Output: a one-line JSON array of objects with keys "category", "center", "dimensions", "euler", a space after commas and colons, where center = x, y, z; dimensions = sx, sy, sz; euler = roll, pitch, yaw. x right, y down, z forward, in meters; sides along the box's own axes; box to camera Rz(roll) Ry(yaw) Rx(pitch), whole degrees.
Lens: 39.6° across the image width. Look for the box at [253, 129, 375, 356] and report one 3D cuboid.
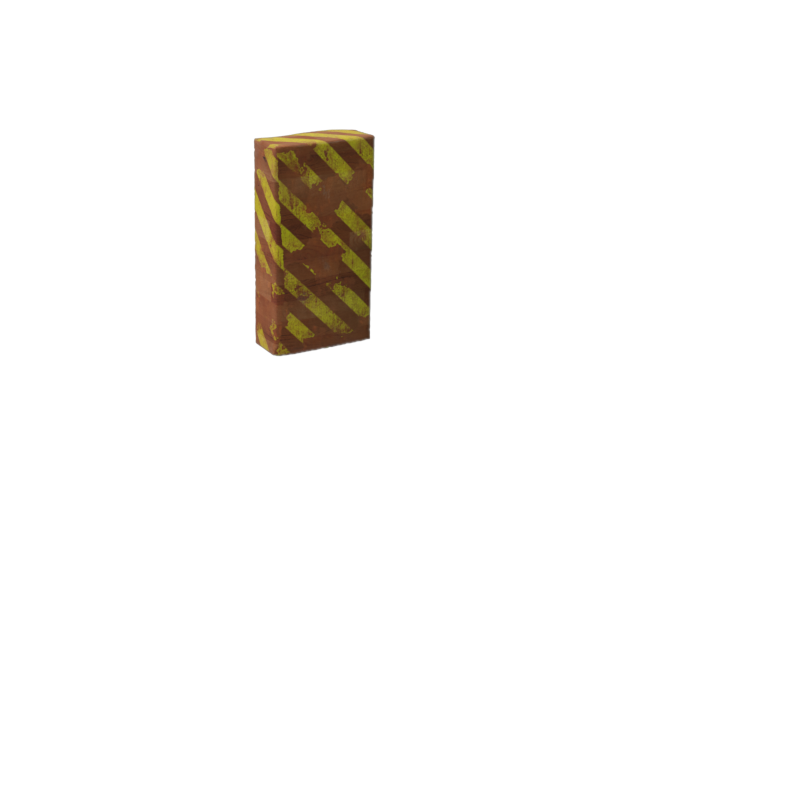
[{"category": "box", "center": [-0.071, -0.129, 0.903], "dimensions": [0.091, 0.170, 0.051], "euler": [-9, 19, -30]}]
